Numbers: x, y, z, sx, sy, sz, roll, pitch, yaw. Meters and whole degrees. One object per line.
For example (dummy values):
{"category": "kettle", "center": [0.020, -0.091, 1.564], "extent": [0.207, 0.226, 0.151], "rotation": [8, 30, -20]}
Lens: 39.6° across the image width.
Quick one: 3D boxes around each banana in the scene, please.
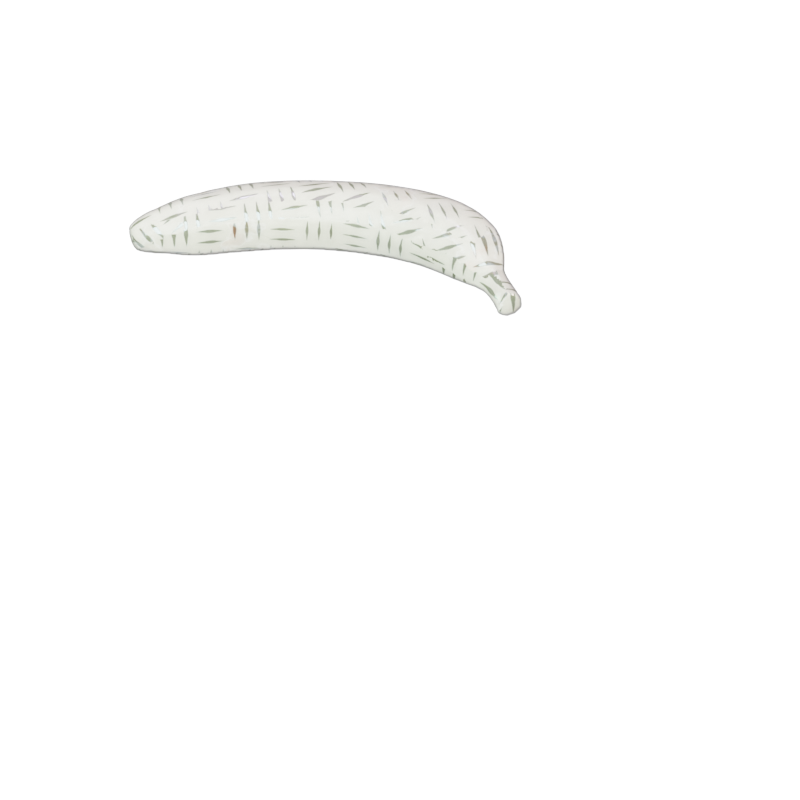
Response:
{"category": "banana", "center": [-0.034, -0.085, 0.551], "extent": [0.203, 0.035, 0.072], "rotation": [10, 31, 16]}
